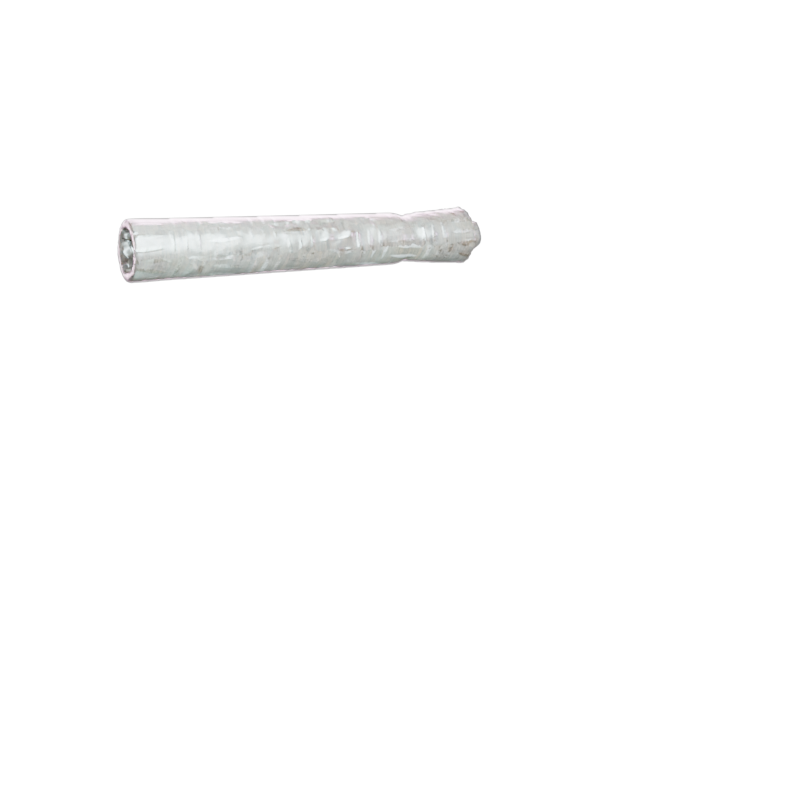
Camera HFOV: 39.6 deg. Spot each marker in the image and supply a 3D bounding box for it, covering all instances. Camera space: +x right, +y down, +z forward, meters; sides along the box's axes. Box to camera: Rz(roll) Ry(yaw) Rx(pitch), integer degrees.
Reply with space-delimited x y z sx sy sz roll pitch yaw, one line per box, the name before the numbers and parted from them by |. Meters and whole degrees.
marker | -0.027 -0.049 0.347 0.118 0.020 0.020 -7 7 -27
